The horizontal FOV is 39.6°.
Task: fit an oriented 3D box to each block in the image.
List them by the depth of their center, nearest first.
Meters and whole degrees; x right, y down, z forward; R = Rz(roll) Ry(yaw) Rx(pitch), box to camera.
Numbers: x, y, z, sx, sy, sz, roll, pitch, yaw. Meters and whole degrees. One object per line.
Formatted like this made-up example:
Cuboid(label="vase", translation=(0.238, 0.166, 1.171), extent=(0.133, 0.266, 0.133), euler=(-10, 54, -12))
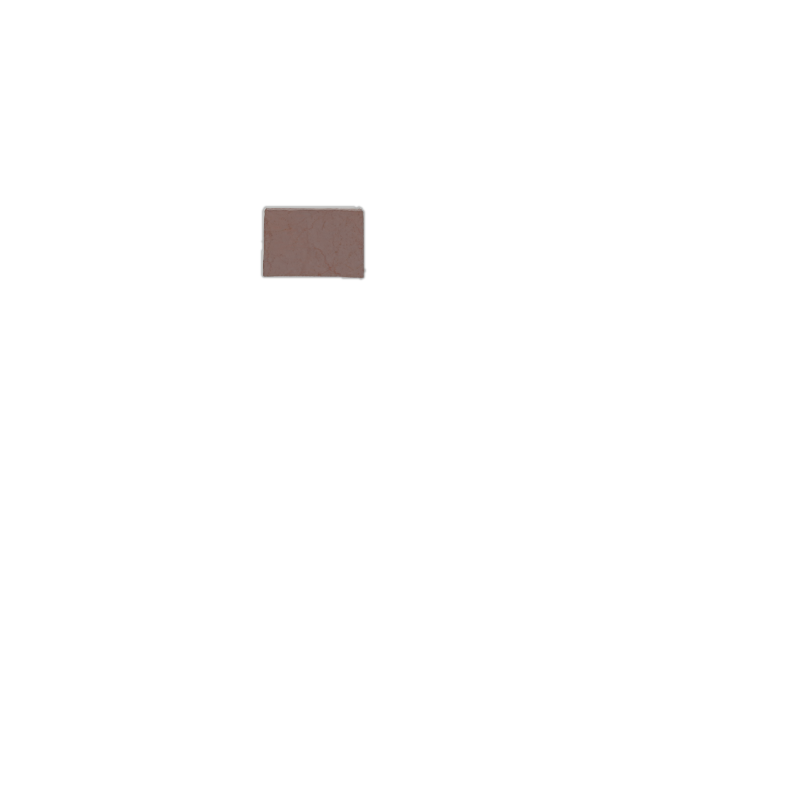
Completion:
Cuboid(label="block", translation=(-0.066, -0.121, 0.849), extent=(0.078, 0.052, 0.052), euler=(1, 7, -2))
